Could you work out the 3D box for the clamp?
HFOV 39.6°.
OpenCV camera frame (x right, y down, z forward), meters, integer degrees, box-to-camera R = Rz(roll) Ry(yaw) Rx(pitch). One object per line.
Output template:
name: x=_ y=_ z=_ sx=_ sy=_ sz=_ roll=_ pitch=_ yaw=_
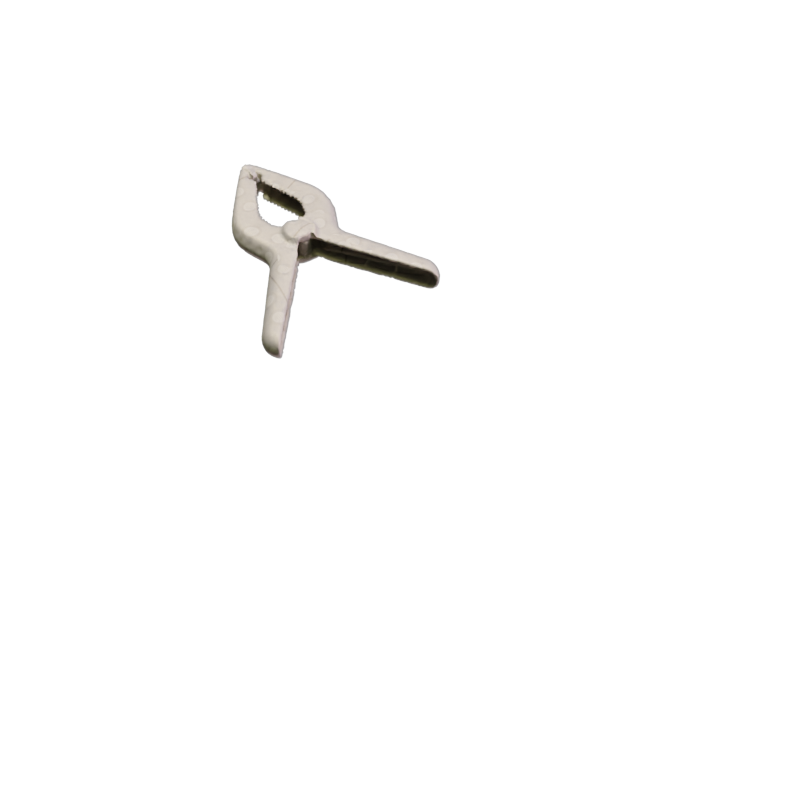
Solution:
clamp: x=-0.076 y=-0.138 z=0.966 sx=0.163 sy=0.227 sz=0.034 roll=-19 pitch=-39 yaw=-16
